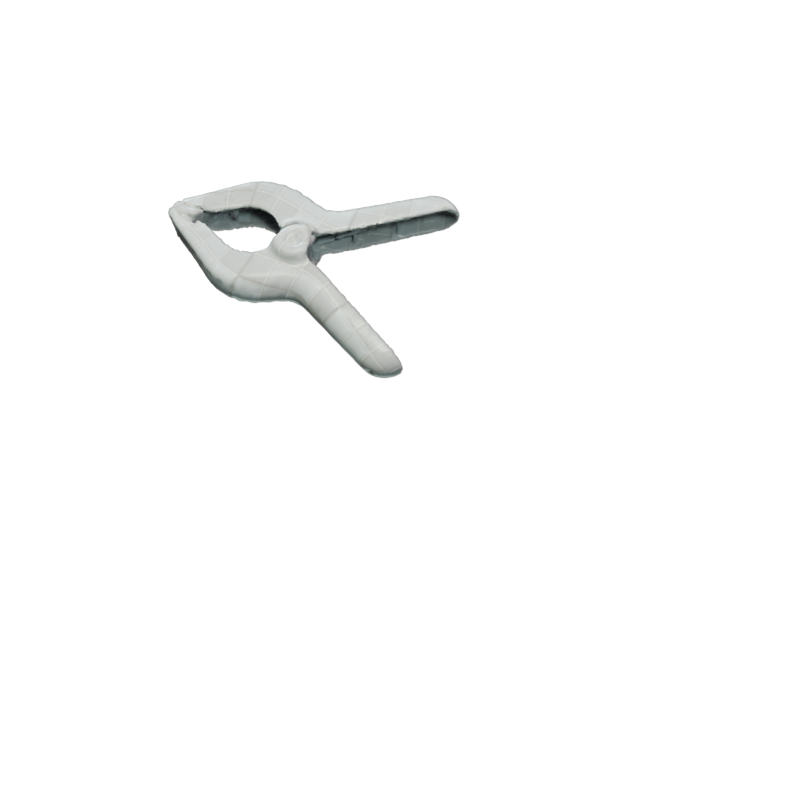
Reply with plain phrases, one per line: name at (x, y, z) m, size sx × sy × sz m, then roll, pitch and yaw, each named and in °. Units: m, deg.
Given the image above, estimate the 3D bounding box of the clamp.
clamp at (-0.052, -0.095, 0.663) m, size 0.178 × 0.124 × 0.037 m, roll 25°, pitch -30°, yaw 15°
